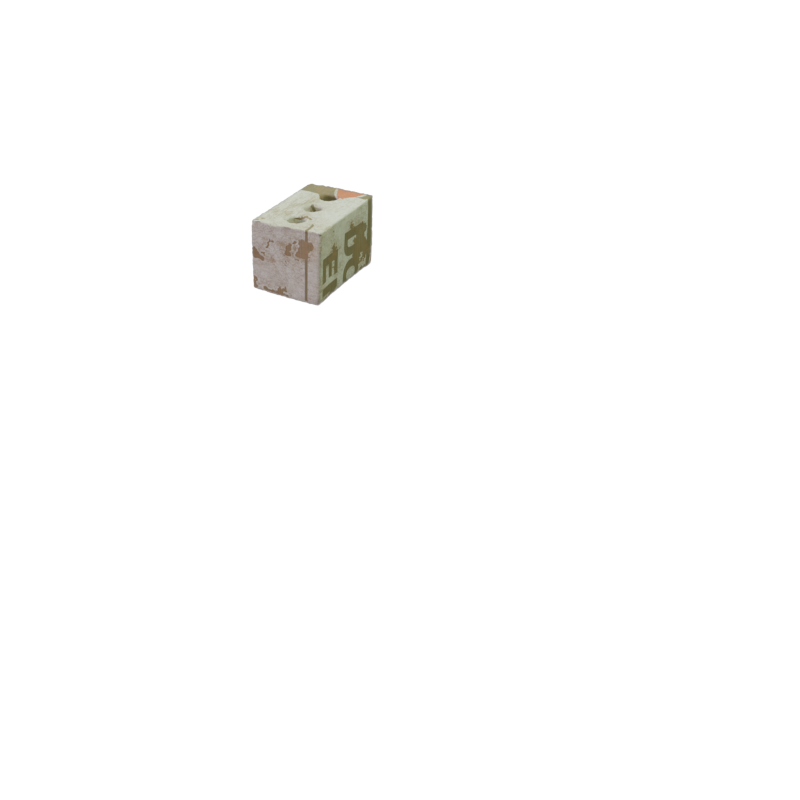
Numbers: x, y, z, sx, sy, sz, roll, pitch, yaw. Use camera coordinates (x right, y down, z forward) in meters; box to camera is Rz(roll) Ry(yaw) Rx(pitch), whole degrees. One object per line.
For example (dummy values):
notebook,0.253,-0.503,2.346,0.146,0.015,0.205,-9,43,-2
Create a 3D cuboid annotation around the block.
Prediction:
block,-0.059,-0.107,0.748,0.055,0.048,0.079,14,32,22
